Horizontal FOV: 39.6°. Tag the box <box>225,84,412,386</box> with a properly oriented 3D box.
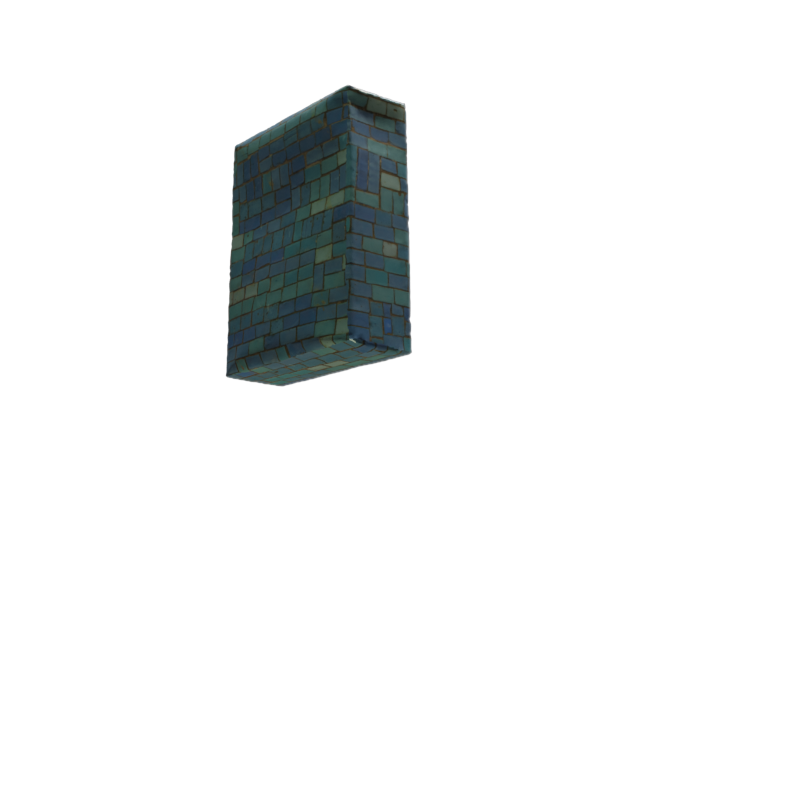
[{"bbox_3d":[-0.072,-0.131,0.916,0.068,0.223,0.166,14,-21,-40],"label":"box"}]
